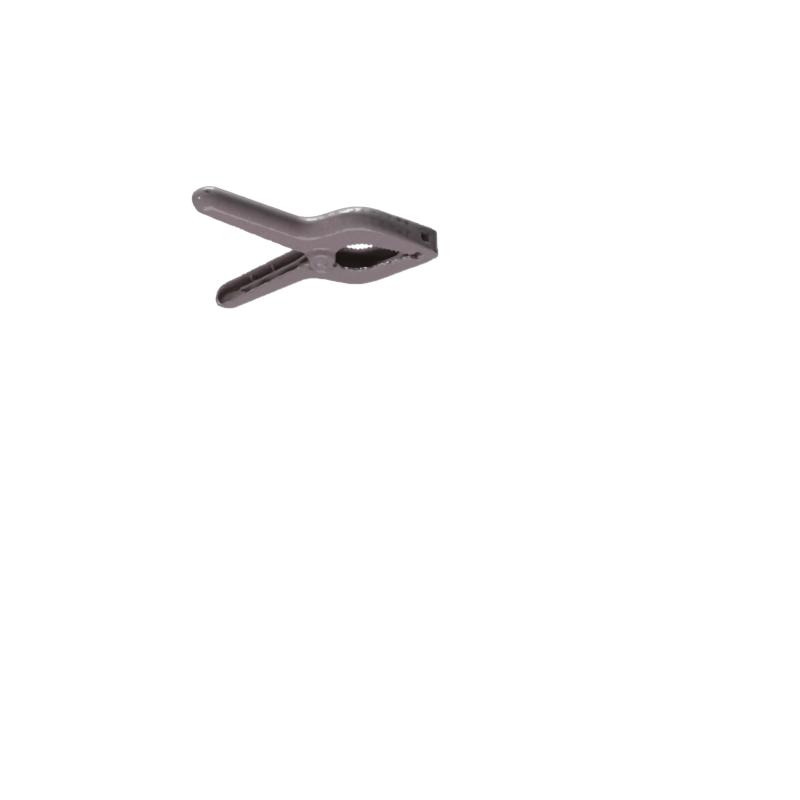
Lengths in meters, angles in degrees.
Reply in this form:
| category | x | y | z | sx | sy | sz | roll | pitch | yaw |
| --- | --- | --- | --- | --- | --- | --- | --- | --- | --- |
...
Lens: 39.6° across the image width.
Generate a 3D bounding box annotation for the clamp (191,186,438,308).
| category | x | y | z | sx | sy | sz | roll | pitch | yaw |
| --- | --- | --- | --- | --- | --- | --- | --- | --- | --- |
| clamp | -0.075 | -0.136 | 0.953 | 0.212 | 0.039 | 0.153 | -4 | -29 | 7 |
